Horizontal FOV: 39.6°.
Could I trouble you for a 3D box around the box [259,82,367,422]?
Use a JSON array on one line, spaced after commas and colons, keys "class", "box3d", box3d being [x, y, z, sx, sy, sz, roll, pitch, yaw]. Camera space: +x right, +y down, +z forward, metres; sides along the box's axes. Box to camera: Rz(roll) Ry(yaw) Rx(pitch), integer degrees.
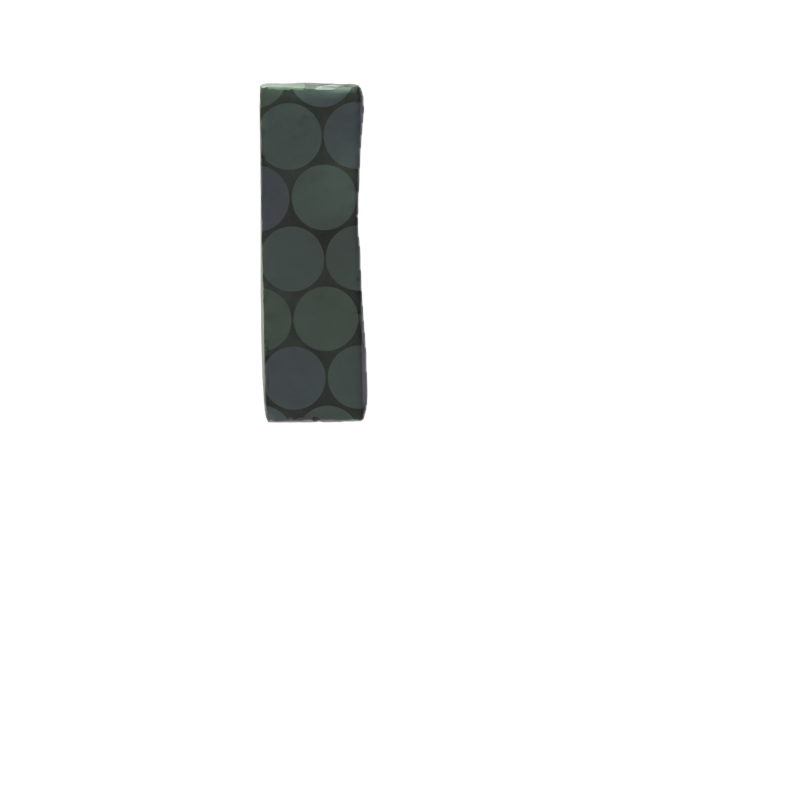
[{"class": "box", "box3d": [-0.060, -0.109, 0.766, 0.071, 0.210, 0.168, 0, 10, -5]}]
